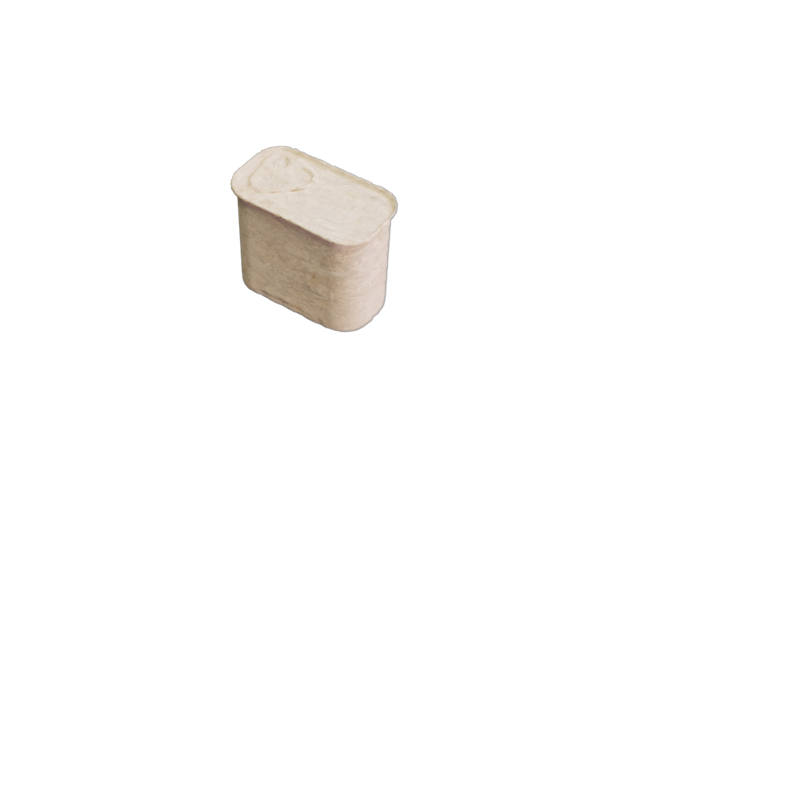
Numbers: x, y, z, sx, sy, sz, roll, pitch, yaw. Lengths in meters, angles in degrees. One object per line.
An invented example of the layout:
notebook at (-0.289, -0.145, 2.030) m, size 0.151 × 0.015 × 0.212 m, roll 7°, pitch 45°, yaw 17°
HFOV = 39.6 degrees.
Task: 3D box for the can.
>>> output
can at (-0.055, -0.099, 0.697) m, size 0.107 × 0.078 × 0.059 m, roll 28°, pitch 52°, yaw 22°
